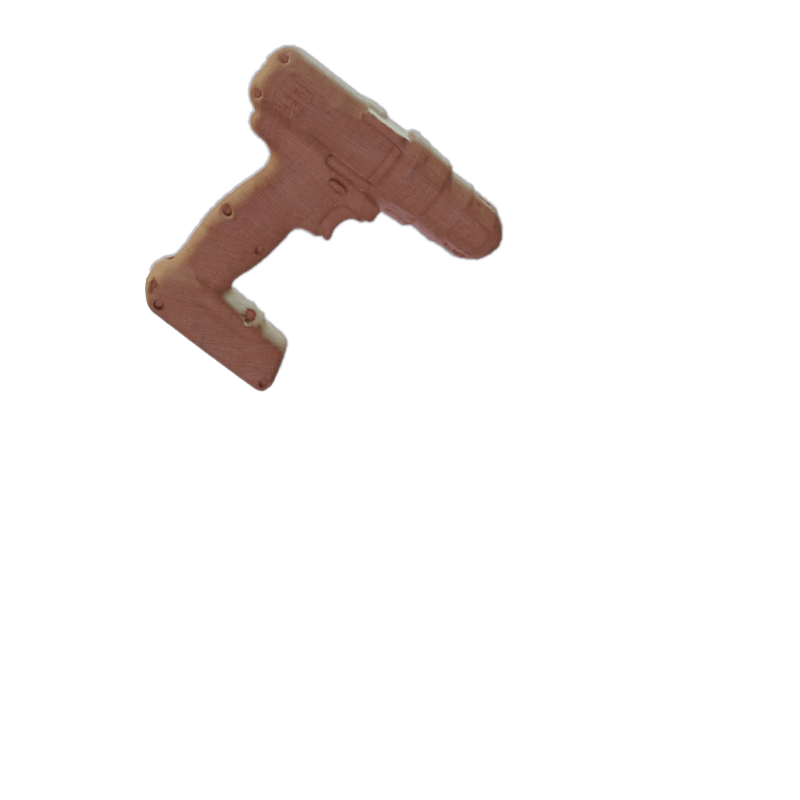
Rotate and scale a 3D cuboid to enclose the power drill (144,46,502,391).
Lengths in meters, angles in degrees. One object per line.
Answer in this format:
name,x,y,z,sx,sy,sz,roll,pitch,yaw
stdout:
power drill,-0.054,-0.099,0.695,0.180,0.186,0.059,38,11,-9
